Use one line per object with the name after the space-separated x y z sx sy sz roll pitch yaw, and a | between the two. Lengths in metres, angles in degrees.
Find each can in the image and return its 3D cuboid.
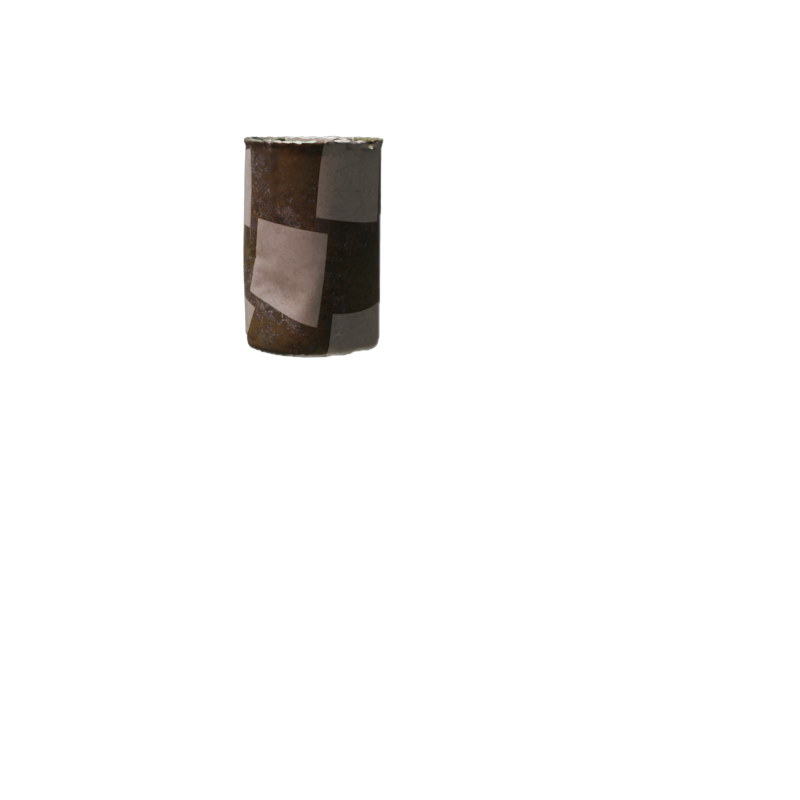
-0.043 -0.078 0.544 0.068 0.100 0.070 0 10 -2 | can
